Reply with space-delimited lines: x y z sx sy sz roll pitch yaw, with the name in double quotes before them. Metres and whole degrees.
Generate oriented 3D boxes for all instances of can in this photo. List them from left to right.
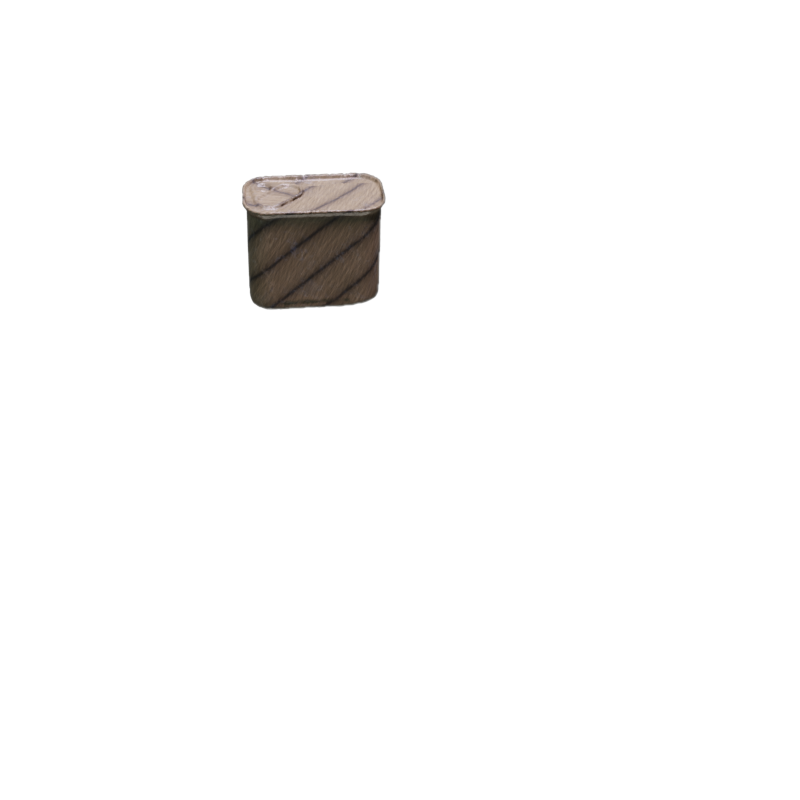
"can" -0.064 -0.116 0.814 0.101 0.079 0.062 -2 34 -5
